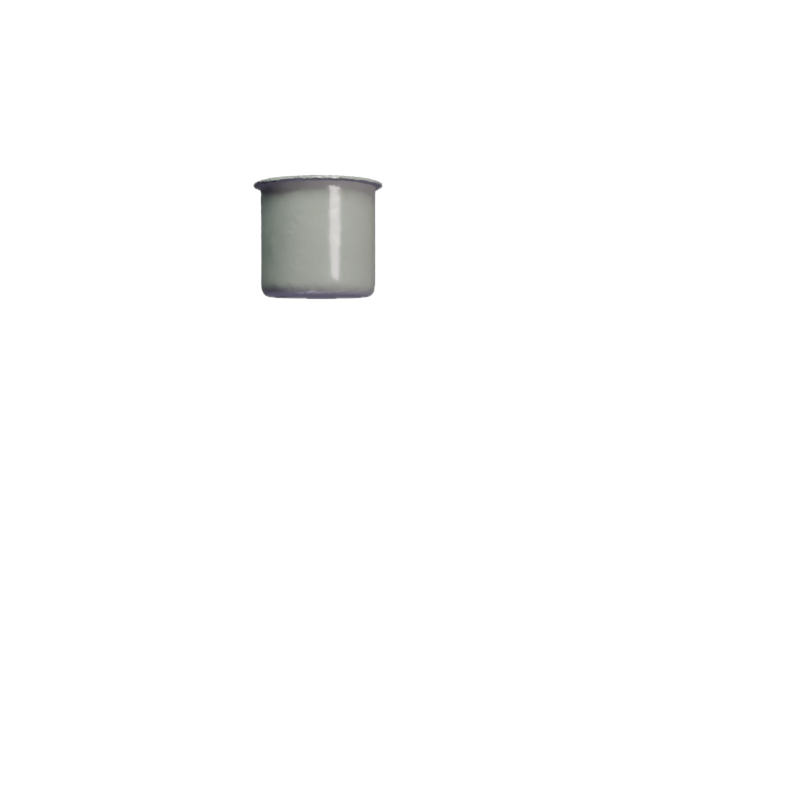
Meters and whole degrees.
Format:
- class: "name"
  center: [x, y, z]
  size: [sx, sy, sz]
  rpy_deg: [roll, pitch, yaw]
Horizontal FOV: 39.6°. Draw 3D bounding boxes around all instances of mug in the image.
- class: "mug"
  center: [-0.063, -0.115, 0.805]
  size: [0.091, 0.082, 0.119]
  rpy_deg: [0, 0, -20]
